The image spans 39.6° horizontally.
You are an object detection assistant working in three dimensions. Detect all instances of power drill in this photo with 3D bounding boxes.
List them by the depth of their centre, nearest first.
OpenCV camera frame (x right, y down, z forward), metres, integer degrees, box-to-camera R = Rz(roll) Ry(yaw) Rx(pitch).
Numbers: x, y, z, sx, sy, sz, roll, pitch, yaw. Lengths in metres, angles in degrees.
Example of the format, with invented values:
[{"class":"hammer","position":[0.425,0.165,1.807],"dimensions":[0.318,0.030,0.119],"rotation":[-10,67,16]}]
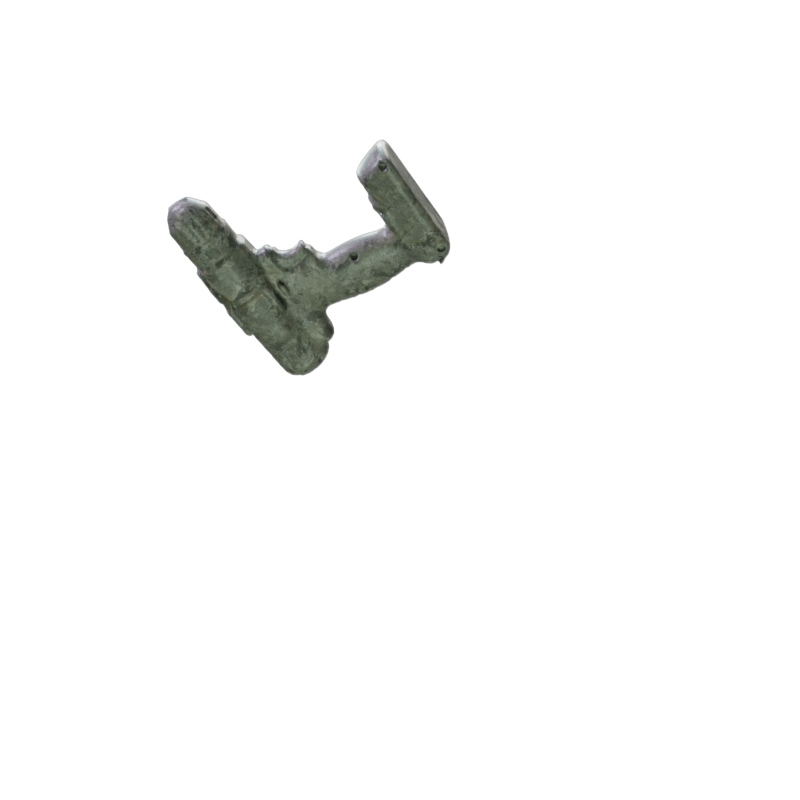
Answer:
[{"class":"power drill","position":[-0.070,-0.128,0.893],"dimensions":[0.187,0.174,0.061],"rotation":[-32,25,16]}]
